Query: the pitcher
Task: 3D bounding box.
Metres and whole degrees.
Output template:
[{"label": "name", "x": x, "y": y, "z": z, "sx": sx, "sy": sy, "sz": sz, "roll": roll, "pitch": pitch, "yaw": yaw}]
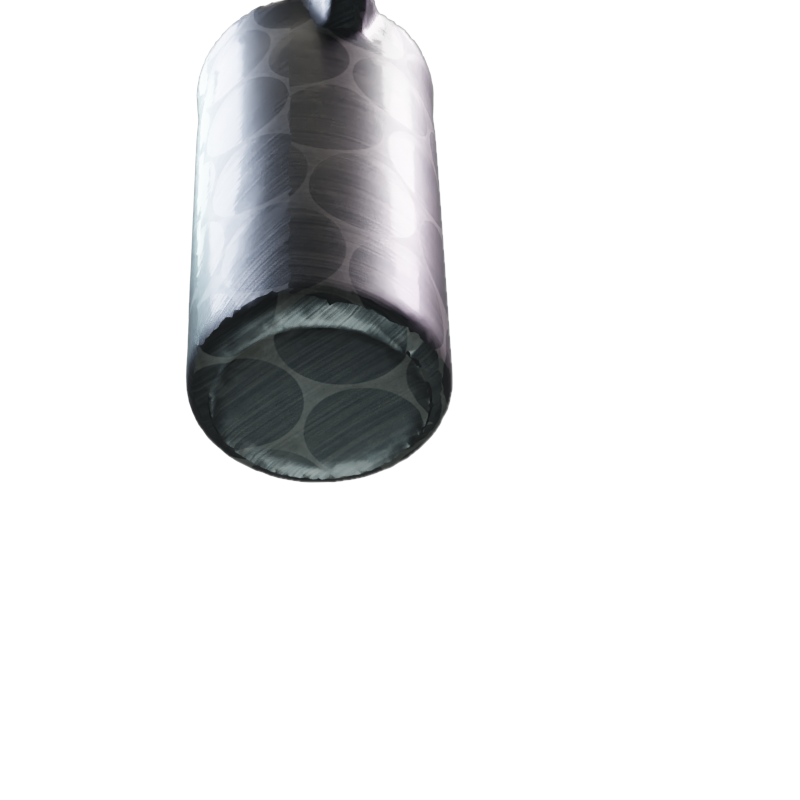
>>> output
[{"label": "pitcher", "x": -0.042, "y": -0.077, "z": 0.541, "sx": 0.145, "sy": 0.261, "sz": 0.138, "roll": -24, "pitch": -51, "yaw": 17}]
